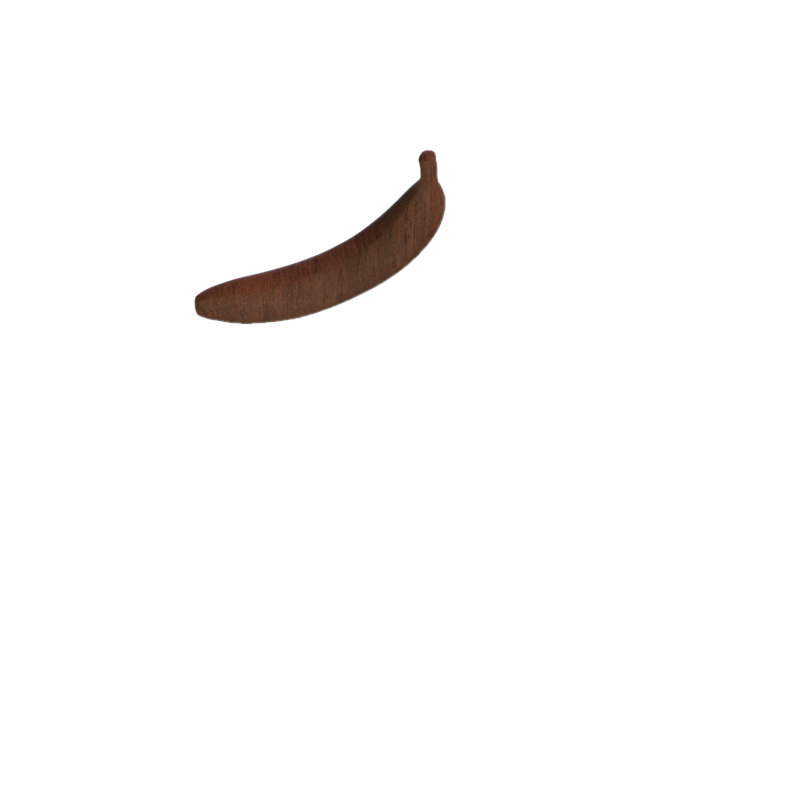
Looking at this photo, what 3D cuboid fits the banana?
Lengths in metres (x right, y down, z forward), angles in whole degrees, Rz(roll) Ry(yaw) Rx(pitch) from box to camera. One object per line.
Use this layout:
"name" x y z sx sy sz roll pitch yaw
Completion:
"banana" -0.043 -0.094 0.729 0.197 0.065 0.039 -30 32 20
